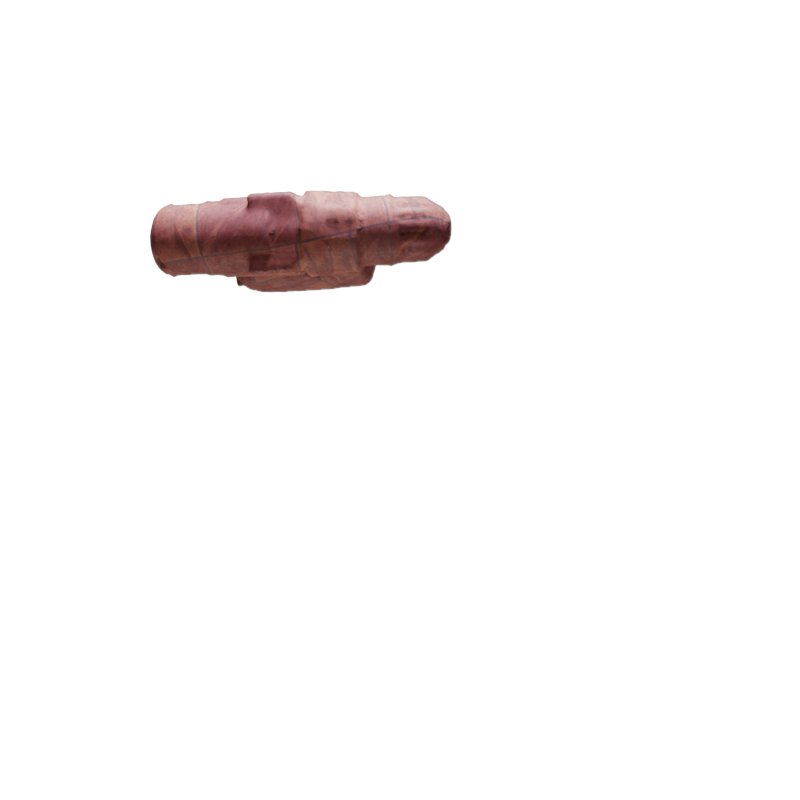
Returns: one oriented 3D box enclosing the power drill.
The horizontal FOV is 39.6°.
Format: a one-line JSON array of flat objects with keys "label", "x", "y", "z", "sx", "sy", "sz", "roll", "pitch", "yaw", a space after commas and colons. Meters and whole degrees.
[{"label": "power drill", "x": -0.058, "y": -0.107, "z": 0.746, "sx": 0.186, "sy": 0.058, "sz": 0.185, "roll": 0, "pitch": 1, "yaw": 5}]
